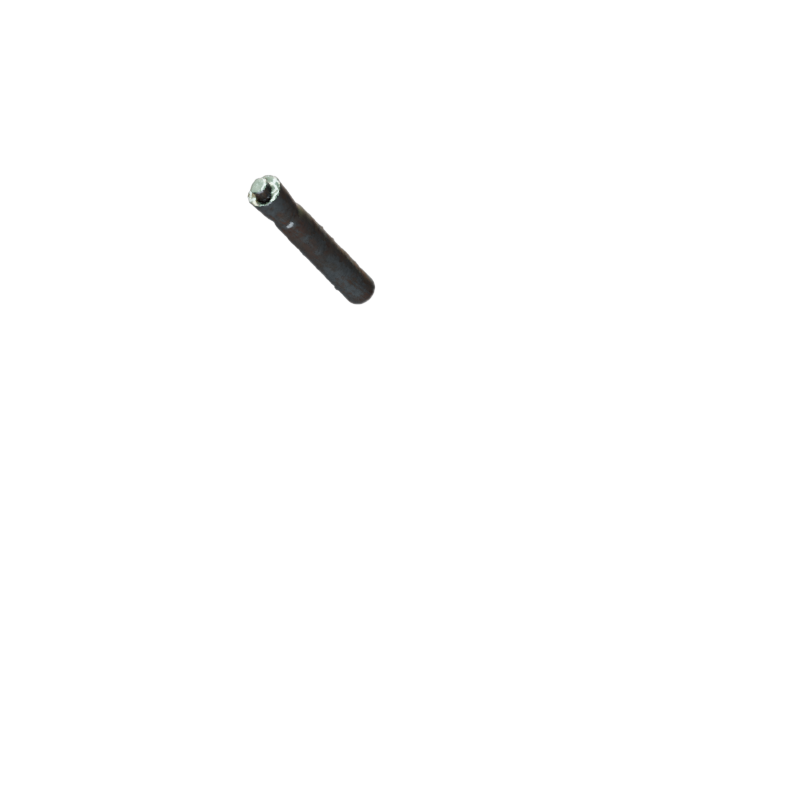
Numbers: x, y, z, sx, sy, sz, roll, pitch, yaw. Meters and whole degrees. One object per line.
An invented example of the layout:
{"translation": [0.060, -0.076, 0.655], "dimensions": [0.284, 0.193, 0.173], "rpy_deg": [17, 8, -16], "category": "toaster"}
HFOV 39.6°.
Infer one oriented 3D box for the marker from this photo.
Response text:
{"translation": [-0.047, -0.085, 0.598], "dimensions": [0.020, 0.021, 0.112], "rpy_deg": [2, -22, 29], "category": "marker"}
